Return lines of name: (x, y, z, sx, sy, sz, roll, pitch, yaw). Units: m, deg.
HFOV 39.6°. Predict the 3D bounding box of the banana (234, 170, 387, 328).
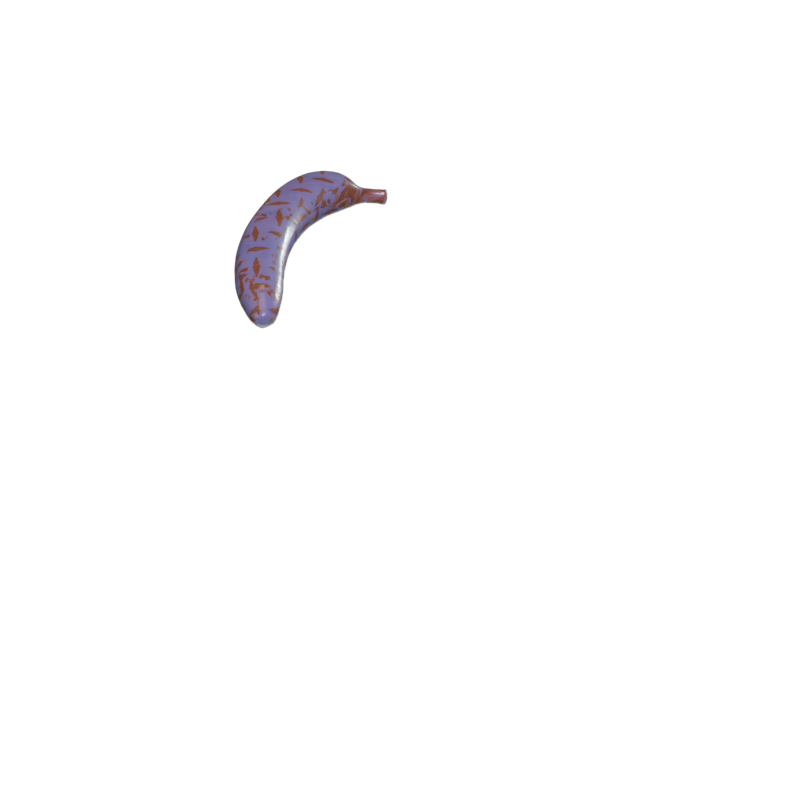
banana: (-0.079, -0.124, 0.818, 0.072, 0.034, 0.204, 16, 42, 18)
